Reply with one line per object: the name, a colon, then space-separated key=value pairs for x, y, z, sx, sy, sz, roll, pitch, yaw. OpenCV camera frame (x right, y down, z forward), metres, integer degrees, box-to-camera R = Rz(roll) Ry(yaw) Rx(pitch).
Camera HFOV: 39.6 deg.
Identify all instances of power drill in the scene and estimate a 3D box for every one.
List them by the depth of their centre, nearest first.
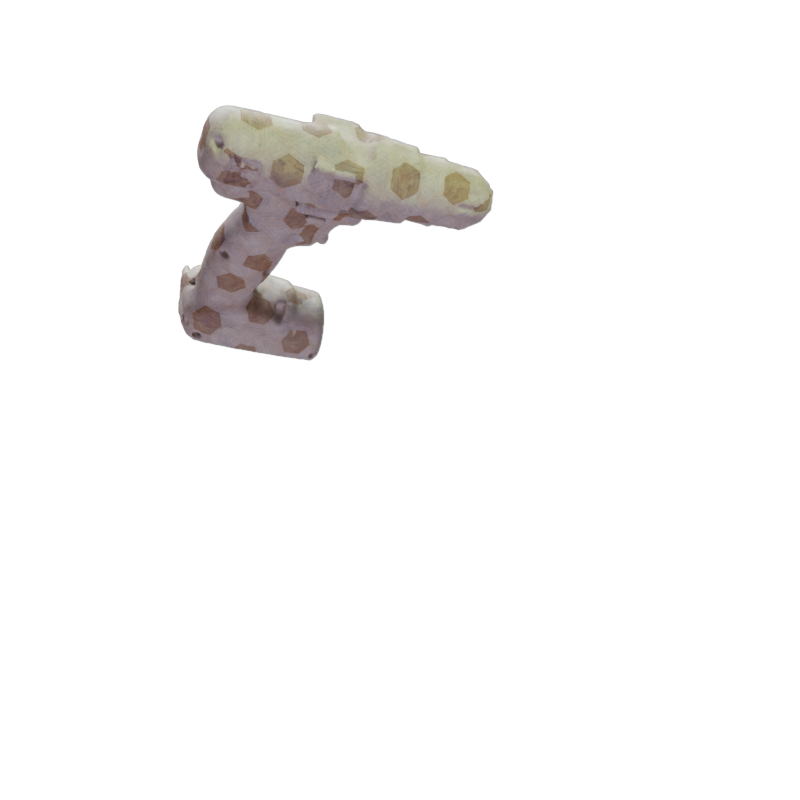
power drill: x=-0.056 y=-0.102 z=0.714 sx=0.179 sy=0.062 sz=0.180 roll=13 pitch=-41 yaw=-16
